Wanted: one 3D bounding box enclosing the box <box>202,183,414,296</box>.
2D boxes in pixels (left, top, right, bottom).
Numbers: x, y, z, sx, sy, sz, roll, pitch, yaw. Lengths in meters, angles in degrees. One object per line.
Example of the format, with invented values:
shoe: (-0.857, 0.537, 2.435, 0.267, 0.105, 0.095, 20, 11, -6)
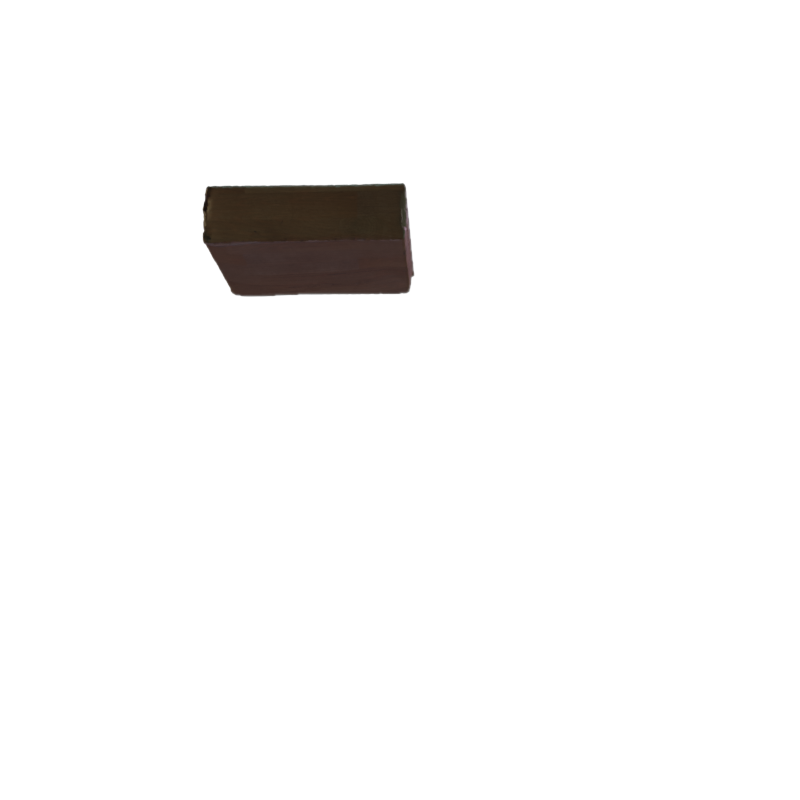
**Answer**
box: (-0.050, -0.091, 0.638, 0.114, 0.041, 0.085, -1, -16, 4)
